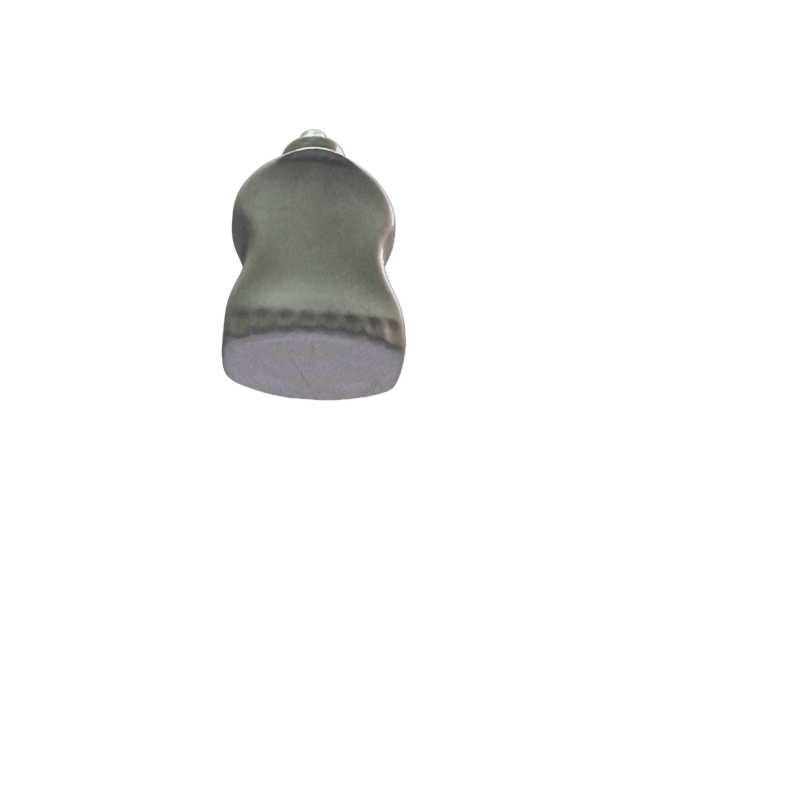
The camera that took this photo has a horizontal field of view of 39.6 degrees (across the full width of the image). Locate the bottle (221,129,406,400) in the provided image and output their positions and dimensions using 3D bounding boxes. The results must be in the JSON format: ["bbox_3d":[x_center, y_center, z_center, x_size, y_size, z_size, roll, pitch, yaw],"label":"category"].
[{"bbox_3d":[-0.050,-0.091,0.642,0.095,0.206,0.055,2,-42,-5],"label":"bottle"}]
